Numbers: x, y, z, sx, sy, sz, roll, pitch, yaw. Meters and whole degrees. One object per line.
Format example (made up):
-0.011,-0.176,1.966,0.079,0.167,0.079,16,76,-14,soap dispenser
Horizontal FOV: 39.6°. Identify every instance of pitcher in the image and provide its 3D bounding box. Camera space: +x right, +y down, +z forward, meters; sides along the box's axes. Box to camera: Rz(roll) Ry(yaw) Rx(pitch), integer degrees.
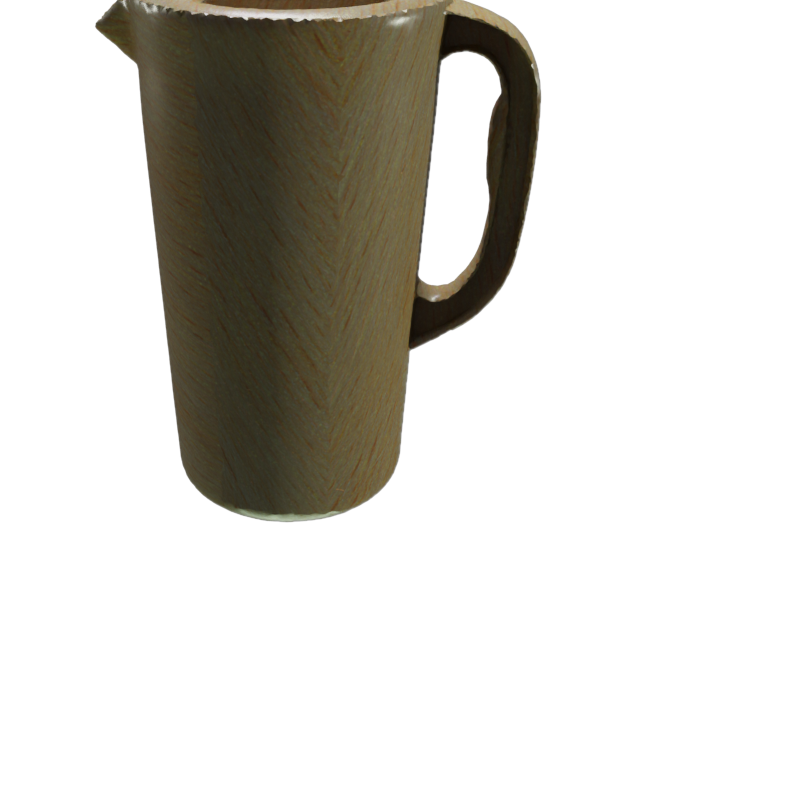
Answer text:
-0.039,-0.071,0.499,0.143,0.230,0.160,-19,33,-35,pitcher
